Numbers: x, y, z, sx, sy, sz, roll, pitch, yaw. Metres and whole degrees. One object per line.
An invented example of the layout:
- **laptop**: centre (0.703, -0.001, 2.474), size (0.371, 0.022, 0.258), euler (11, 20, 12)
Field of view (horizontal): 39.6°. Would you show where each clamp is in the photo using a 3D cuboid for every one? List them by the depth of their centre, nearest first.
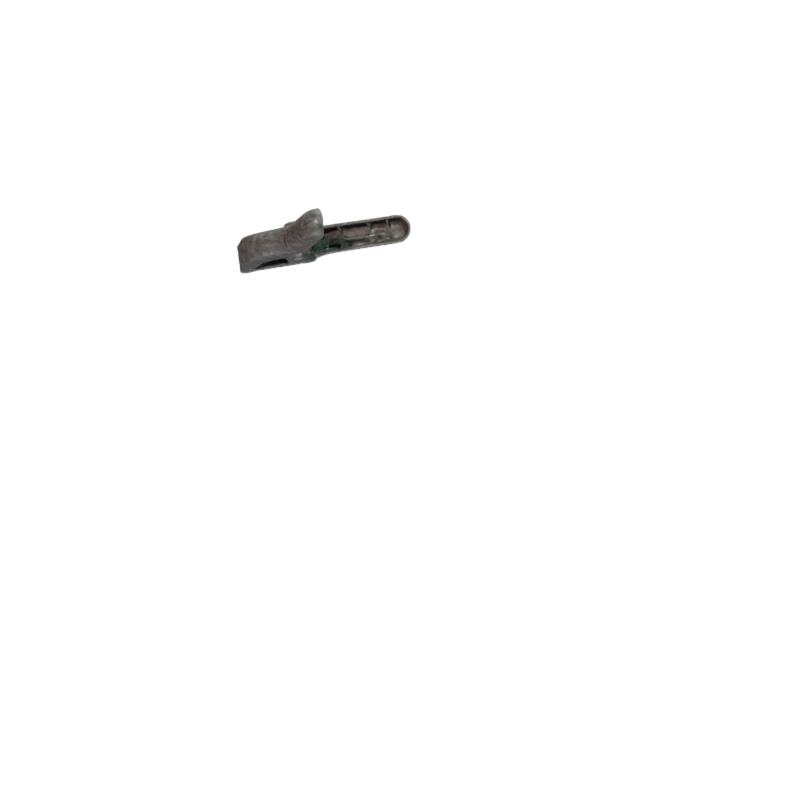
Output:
- **clamp**: centre (-0.078, -0.141, 0.990), size (0.115, 0.040, 0.176), euler (3, -4, -37)
